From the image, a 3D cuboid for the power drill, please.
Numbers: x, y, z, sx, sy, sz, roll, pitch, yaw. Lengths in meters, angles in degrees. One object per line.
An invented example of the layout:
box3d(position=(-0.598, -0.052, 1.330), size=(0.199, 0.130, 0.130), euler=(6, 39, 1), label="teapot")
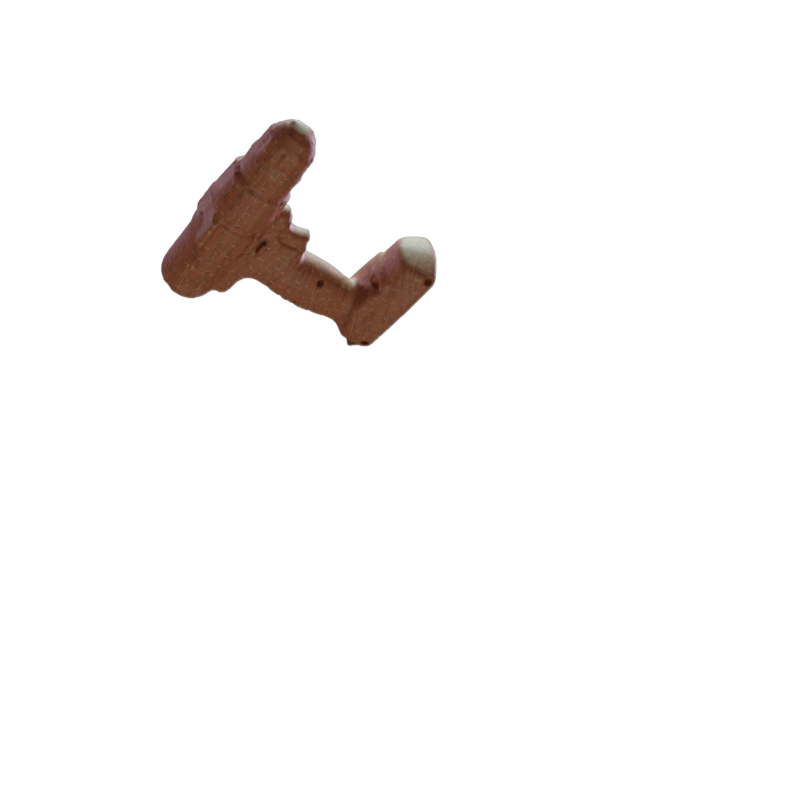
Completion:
box3d(position=(-0.067, -0.122, 0.855), size=(0.179, 0.062, 0.180), euler=(24, -45, -26), label="power drill")
